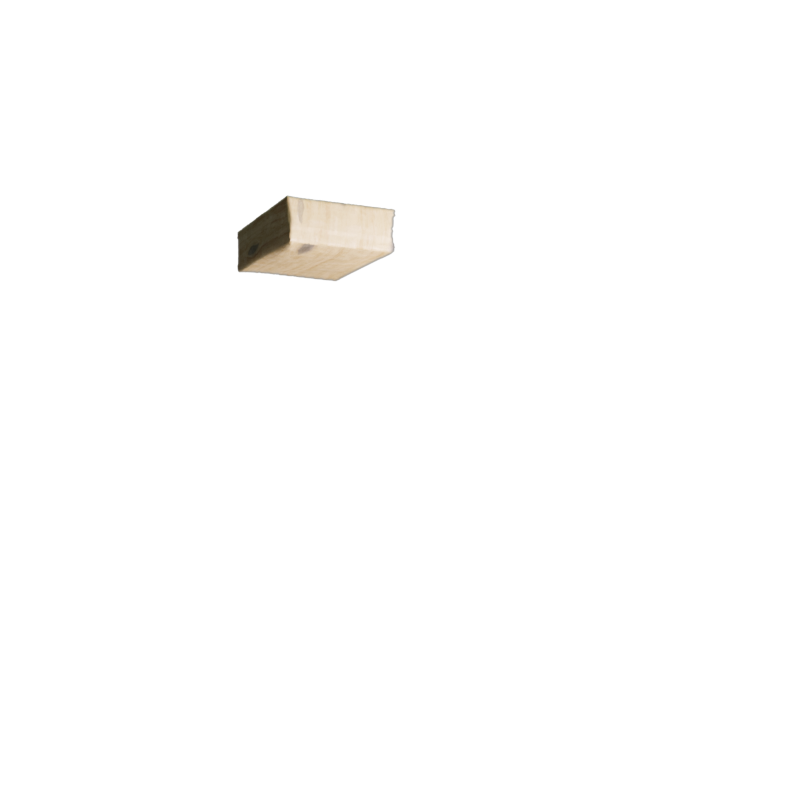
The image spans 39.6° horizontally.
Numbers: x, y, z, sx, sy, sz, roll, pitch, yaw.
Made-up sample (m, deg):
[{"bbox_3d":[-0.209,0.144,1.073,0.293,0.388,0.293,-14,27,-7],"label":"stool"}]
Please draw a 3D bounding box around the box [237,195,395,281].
[{"bbox_3d":[-0.068,-0.124,0.865,0.087,0.040,0.115,3,-6,-26],"label":"box"}]
